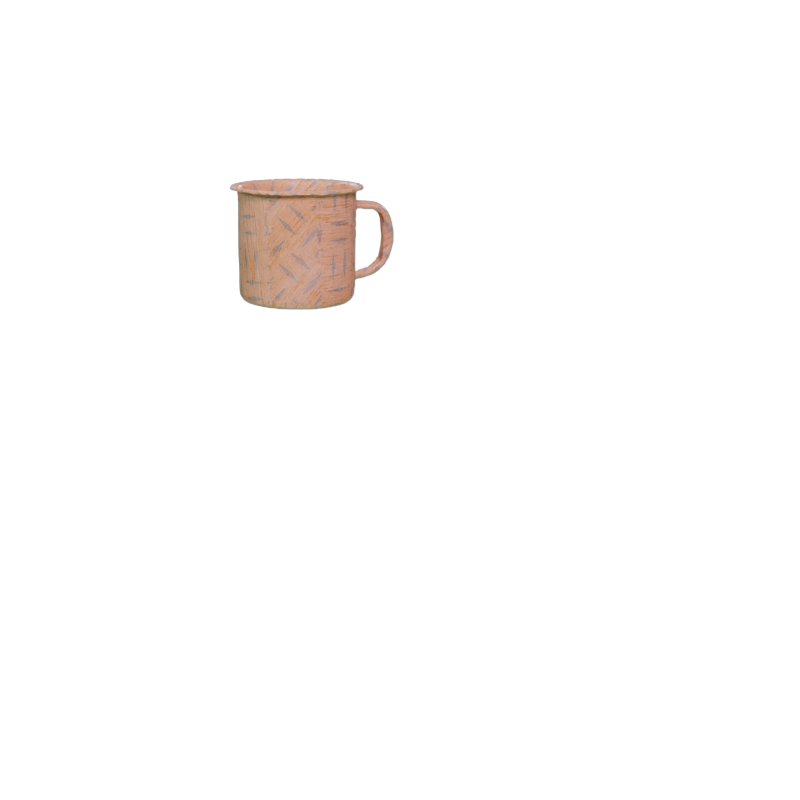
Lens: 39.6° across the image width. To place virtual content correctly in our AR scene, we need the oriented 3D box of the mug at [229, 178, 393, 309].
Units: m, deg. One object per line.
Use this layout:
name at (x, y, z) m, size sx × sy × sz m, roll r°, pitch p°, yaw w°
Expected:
mug at (-0.061, -0.111, 0.779) m, size 0.115 × 0.079 × 0.098 m, roll -5°, pitch 14°, yaw -19°
